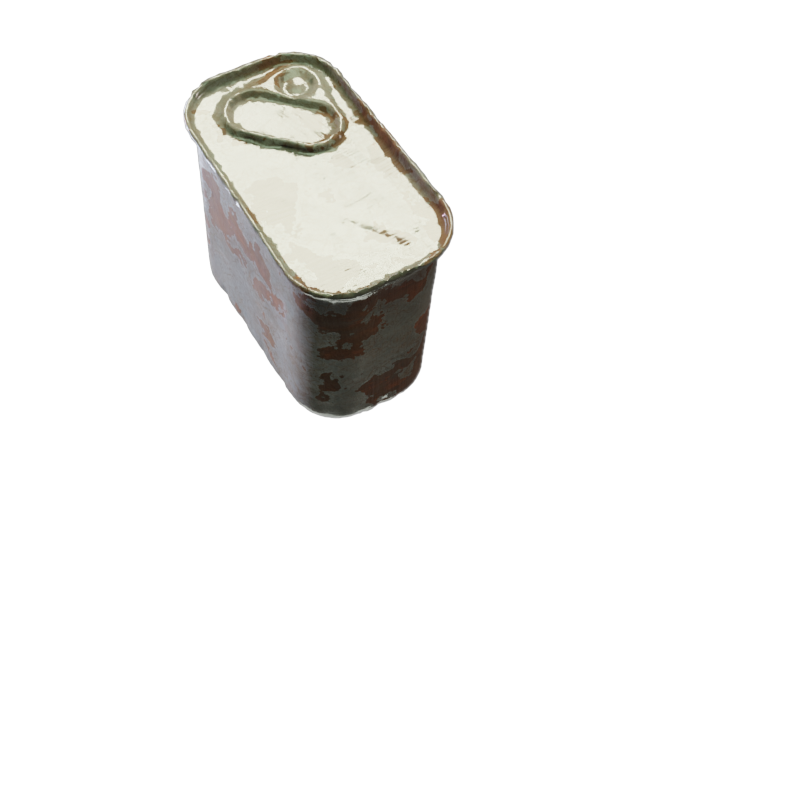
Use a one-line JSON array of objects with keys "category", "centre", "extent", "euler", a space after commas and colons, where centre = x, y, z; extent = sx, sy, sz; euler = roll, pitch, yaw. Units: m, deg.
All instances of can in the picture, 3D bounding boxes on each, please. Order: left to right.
[{"category": "can", "centre": [-0.030, -0.055, 0.384], "extent": [0.057, 0.109, 0.078], "euler": [-25, -29, -18]}]
